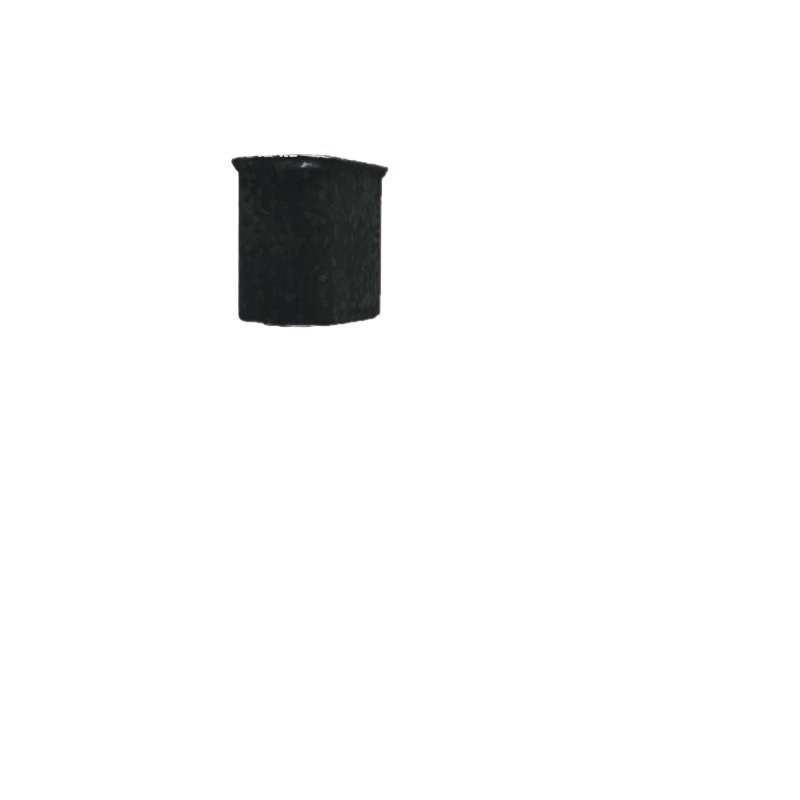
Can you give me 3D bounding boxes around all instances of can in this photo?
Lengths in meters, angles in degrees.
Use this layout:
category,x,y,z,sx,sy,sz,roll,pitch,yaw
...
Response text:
category,x,y,z,sx,sy,sz,roll,pitch,yaw
can,-0.046,-0.083,0.584,0.059,0.083,0.100,1,4,22
